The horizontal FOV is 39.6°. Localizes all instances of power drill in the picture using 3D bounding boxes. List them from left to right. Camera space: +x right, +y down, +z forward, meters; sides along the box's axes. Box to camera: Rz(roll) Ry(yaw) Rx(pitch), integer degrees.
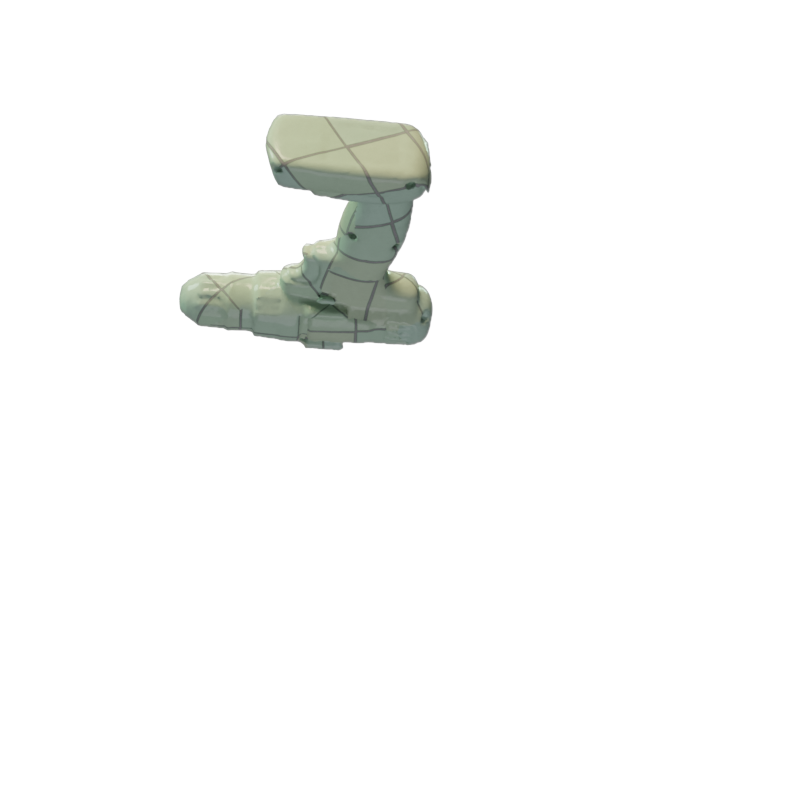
[{"bbox_3d":[-0.060,-0.109,0.763,0.183,0.062,0.176,4,-38,-5],"label":"power drill"}]
